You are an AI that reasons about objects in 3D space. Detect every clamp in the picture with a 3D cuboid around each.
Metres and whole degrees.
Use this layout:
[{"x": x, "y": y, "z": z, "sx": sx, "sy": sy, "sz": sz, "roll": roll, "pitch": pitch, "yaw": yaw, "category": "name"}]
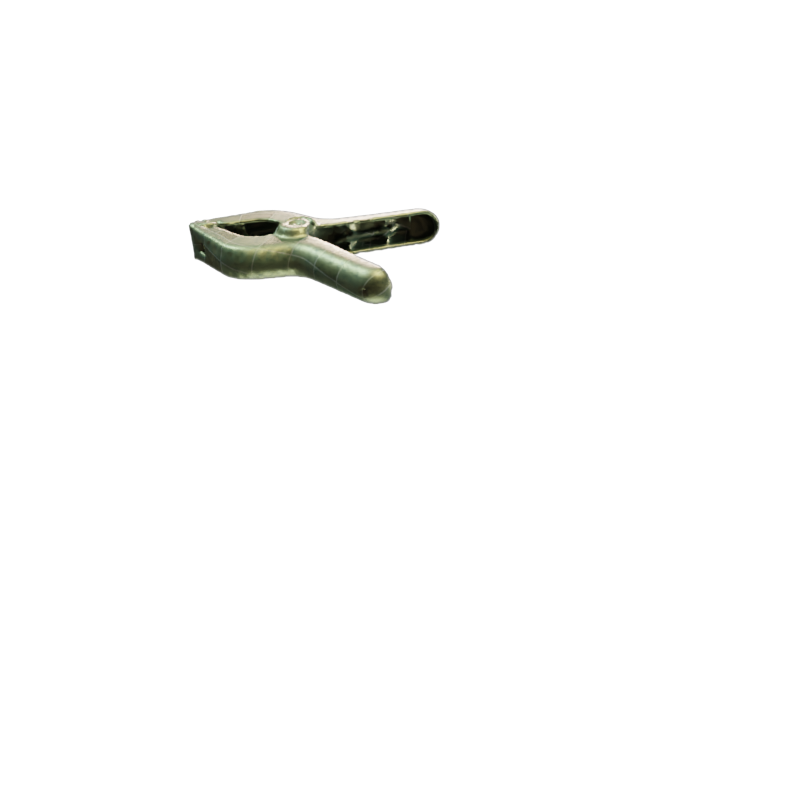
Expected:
[{"x": -0.060, "y": -0.109, "z": 0.761, "sx": 0.179, "sy": 0.037, "sz": 0.121, "roll": 13, "pitch": 28, "yaw": 26, "category": "clamp"}]
